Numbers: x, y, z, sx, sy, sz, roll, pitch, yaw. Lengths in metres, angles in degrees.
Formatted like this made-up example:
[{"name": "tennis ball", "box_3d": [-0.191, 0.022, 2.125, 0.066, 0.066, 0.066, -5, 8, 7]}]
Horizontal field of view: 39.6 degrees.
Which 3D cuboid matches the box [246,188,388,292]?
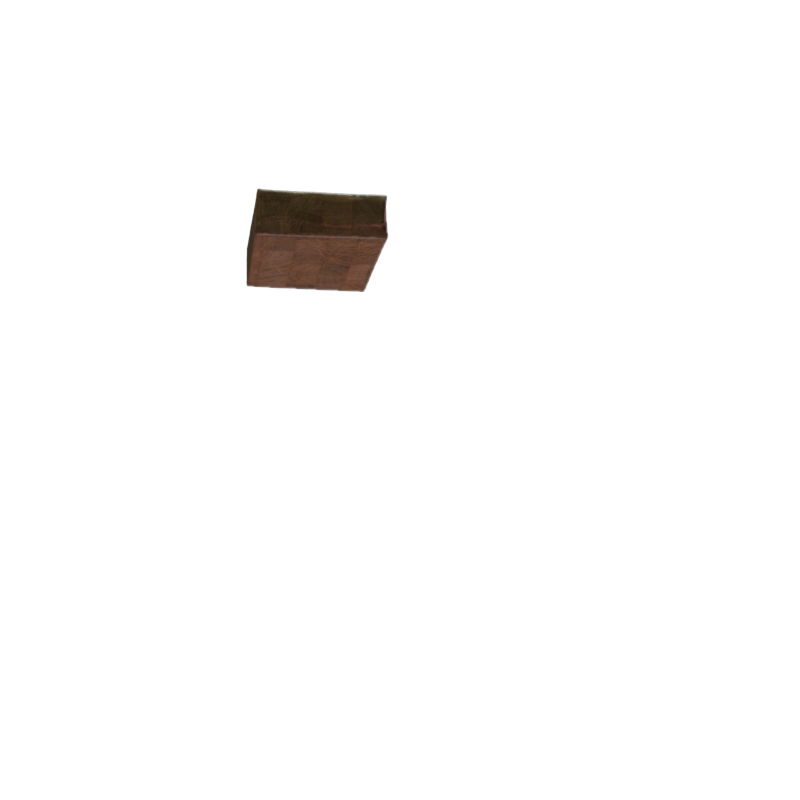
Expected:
[{"name": "box", "box_3d": [-0.050, -0.091, 0.638, 0.072, 0.032, 0.086, 2, -16, -8]}]
